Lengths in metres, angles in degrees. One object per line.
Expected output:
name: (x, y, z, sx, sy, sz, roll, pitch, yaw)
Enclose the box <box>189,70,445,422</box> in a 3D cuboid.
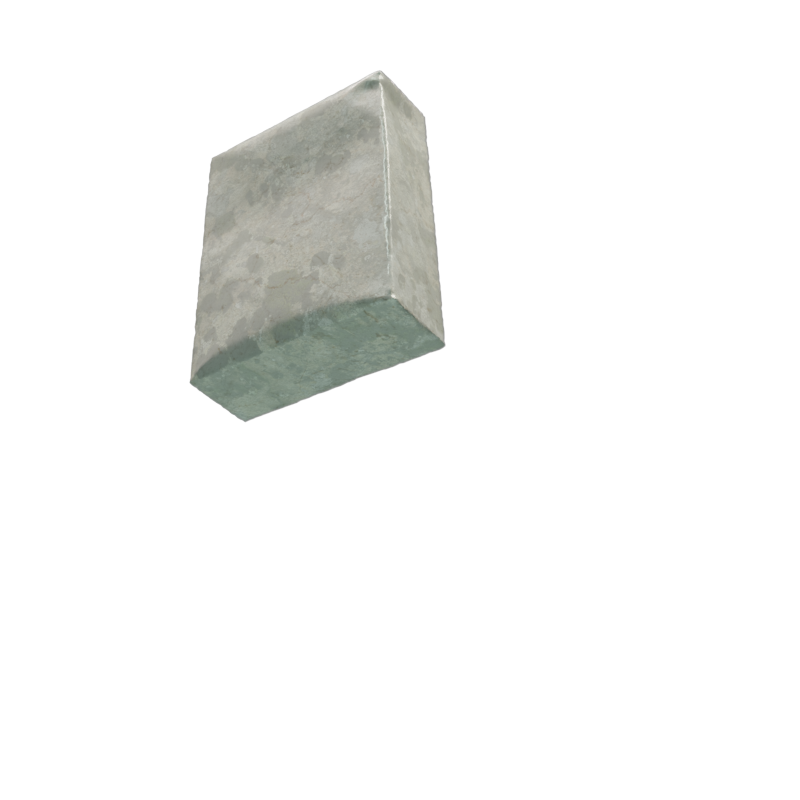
box: (-0.061, -0.112, 0.785, 0.165, 0.229, 0.066, -22, -40, 25)
